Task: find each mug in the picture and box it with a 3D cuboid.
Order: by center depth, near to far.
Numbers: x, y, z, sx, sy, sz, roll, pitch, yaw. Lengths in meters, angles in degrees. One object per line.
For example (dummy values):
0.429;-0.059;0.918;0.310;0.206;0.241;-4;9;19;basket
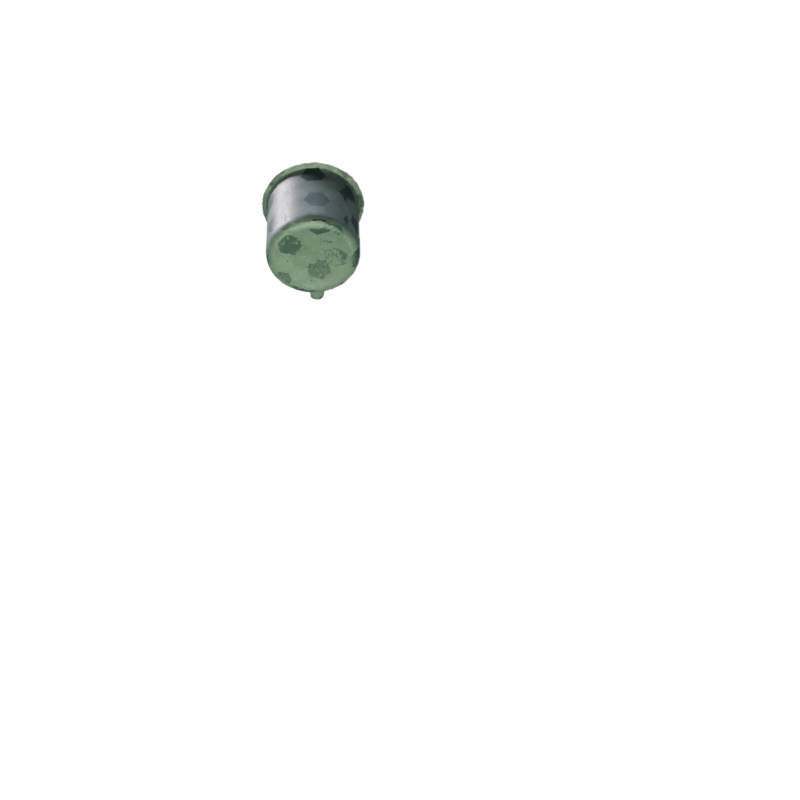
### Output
-0.077;-0.141;0.986;0.093;0.109;0.087;0;40;-2;mug
